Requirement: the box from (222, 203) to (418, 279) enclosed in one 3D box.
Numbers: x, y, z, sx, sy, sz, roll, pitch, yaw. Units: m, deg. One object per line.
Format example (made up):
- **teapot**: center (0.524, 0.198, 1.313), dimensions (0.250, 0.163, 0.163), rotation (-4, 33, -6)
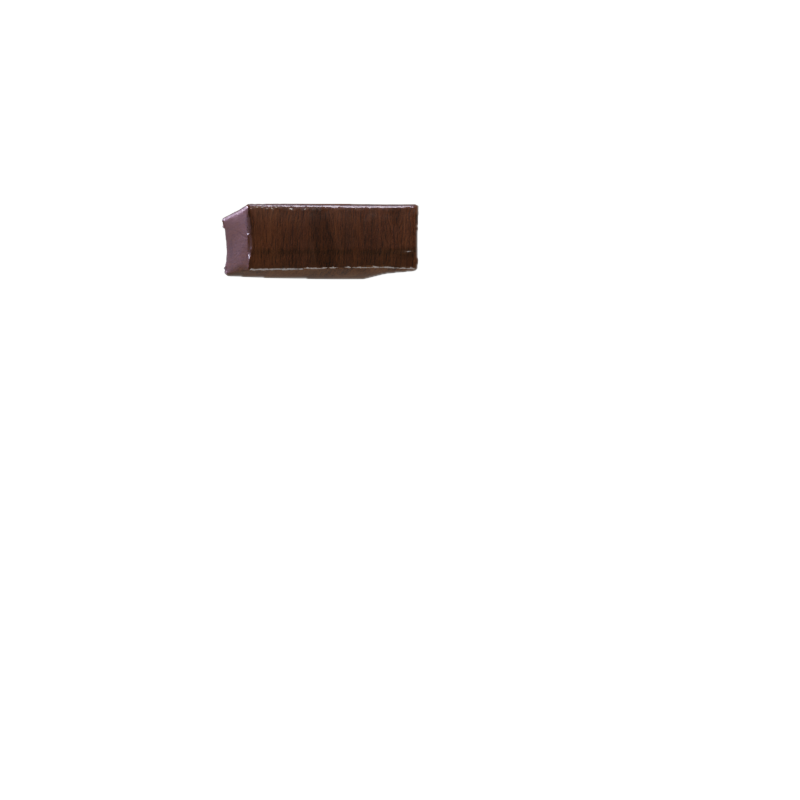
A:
- **box**: center (-0.048, -0.087, 0.610), dimensions (0.088, 0.039, 0.115), rotation (-1, 3, -14)
